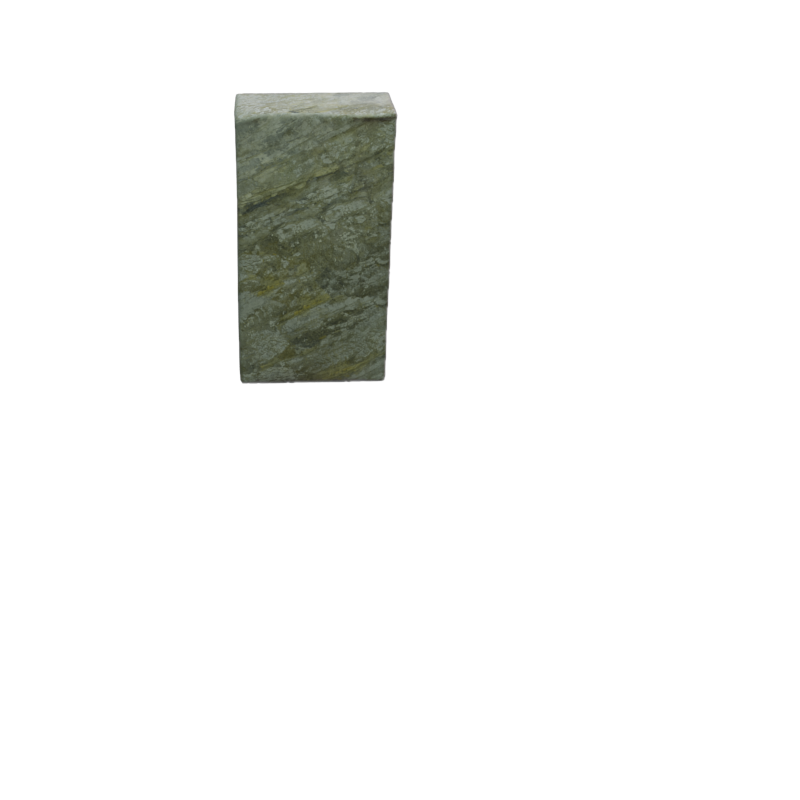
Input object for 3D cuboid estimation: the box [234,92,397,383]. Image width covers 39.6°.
[{"bbox_3d":[-0.052,-0.095,0.665,0.093,0.166,0.051,-1,30,-5],"label":"box"}]
